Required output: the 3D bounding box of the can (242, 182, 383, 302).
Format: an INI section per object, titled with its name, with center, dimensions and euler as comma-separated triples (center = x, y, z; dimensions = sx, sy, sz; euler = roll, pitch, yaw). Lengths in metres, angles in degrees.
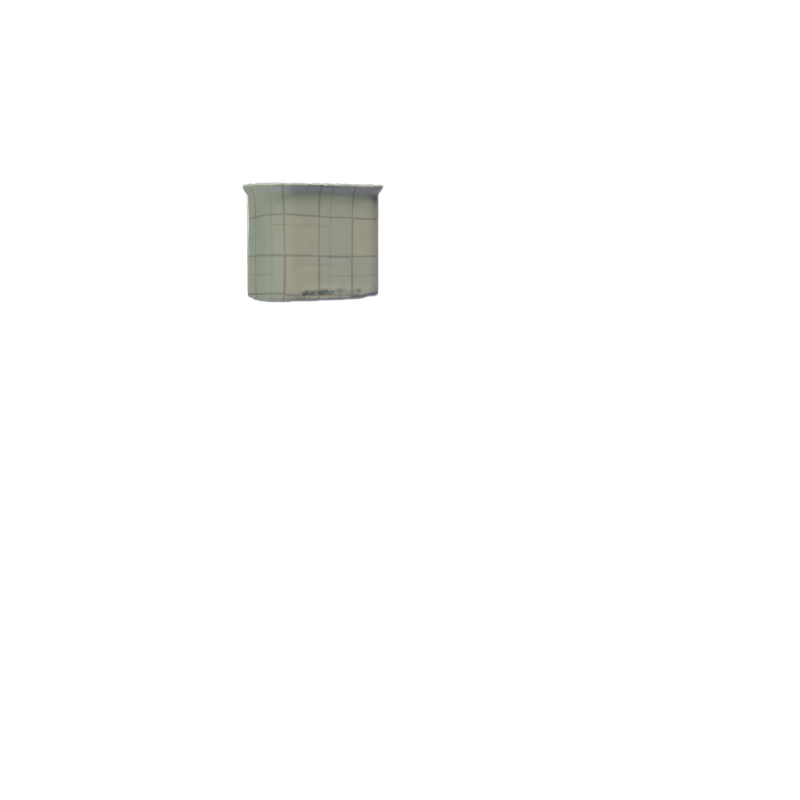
[can]
center = -0.063, -0.116, 0.810
dimensions = 0.099, 0.083, 0.060
euler = -3, 5, -32
